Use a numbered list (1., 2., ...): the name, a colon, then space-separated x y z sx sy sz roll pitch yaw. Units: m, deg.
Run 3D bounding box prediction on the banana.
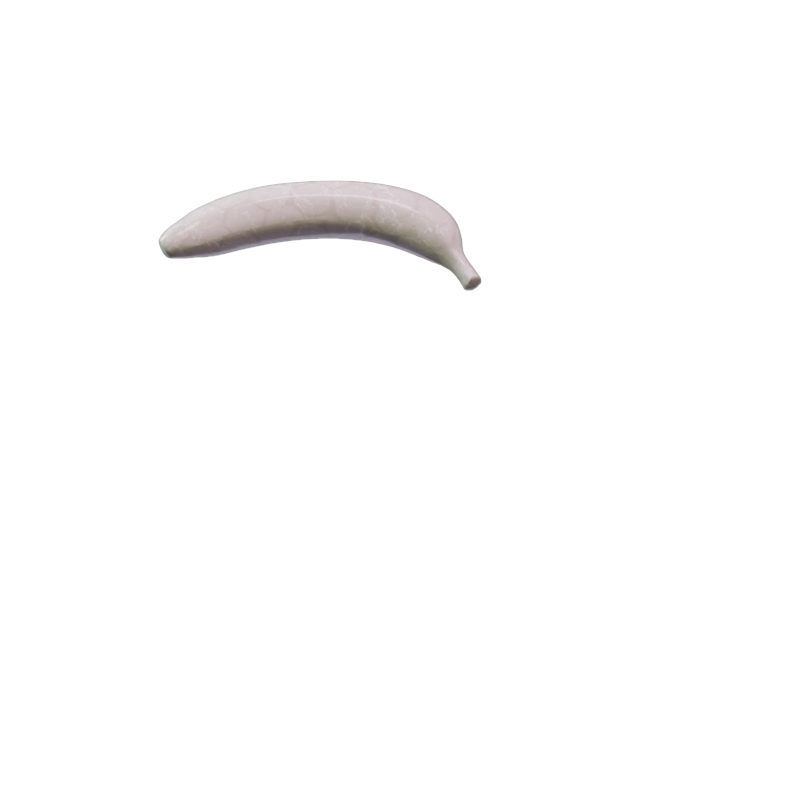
1. banana: -0.048 -0.109 0.690 0.199 0.034 0.074 5 42 5
